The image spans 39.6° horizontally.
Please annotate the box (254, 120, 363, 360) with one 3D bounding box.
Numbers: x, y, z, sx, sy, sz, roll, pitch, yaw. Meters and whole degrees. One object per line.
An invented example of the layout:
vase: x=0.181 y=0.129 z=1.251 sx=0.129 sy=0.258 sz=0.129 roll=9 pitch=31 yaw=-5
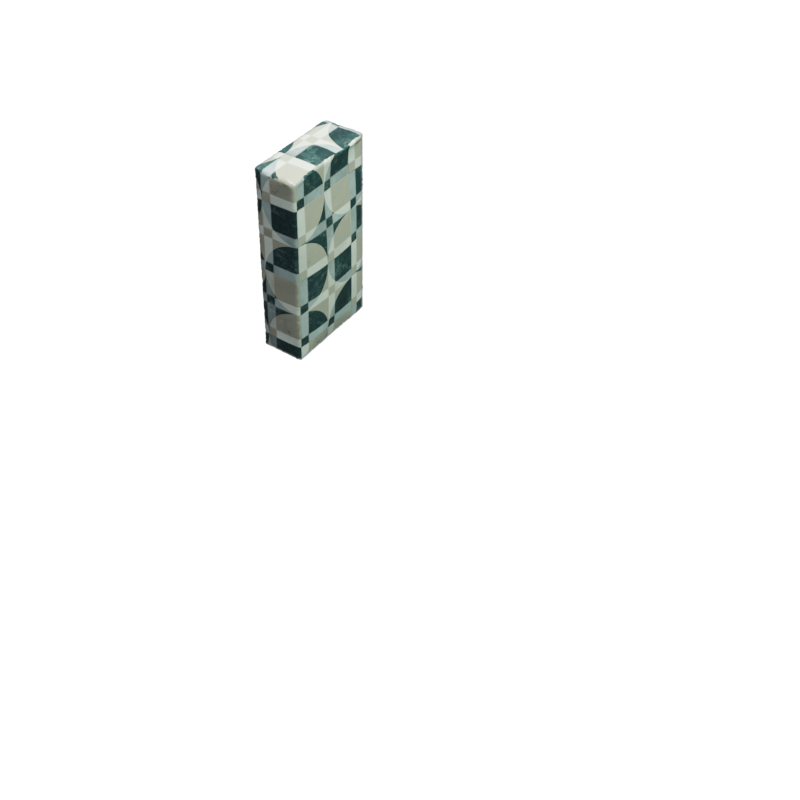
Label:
box: x=-0.071 y=-0.129 z=0.906 sx=0.051 sy=0.164 sz=0.095 roll=25 pitch=46 yaw=23
